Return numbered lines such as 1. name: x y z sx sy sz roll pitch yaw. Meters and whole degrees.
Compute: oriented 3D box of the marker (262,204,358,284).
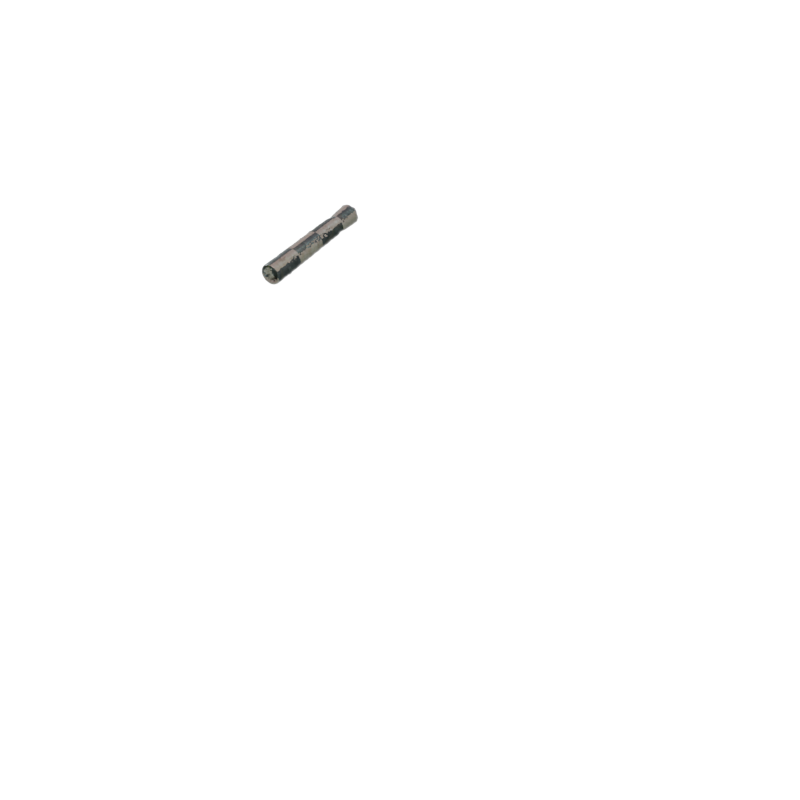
1. marker: -0.075 -0.136 0.955 0.021 0.019 0.123 2 34 38
